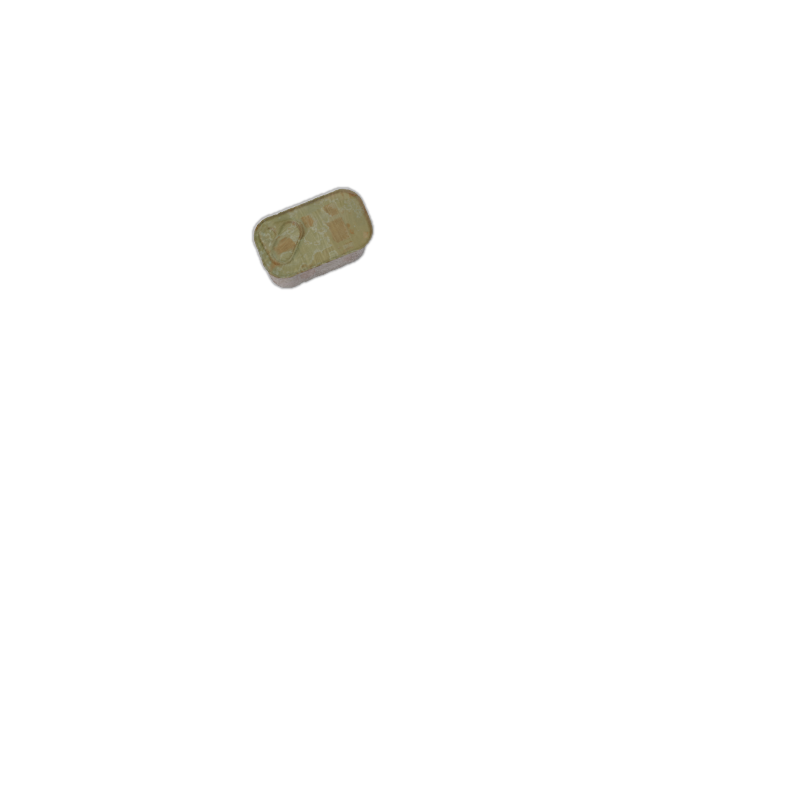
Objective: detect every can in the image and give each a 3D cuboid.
[{"bbox_3d":[-0.078,-0.142,0.998,0.102,0.059,0.082,-22,-4,-5],"label":"can"}]
